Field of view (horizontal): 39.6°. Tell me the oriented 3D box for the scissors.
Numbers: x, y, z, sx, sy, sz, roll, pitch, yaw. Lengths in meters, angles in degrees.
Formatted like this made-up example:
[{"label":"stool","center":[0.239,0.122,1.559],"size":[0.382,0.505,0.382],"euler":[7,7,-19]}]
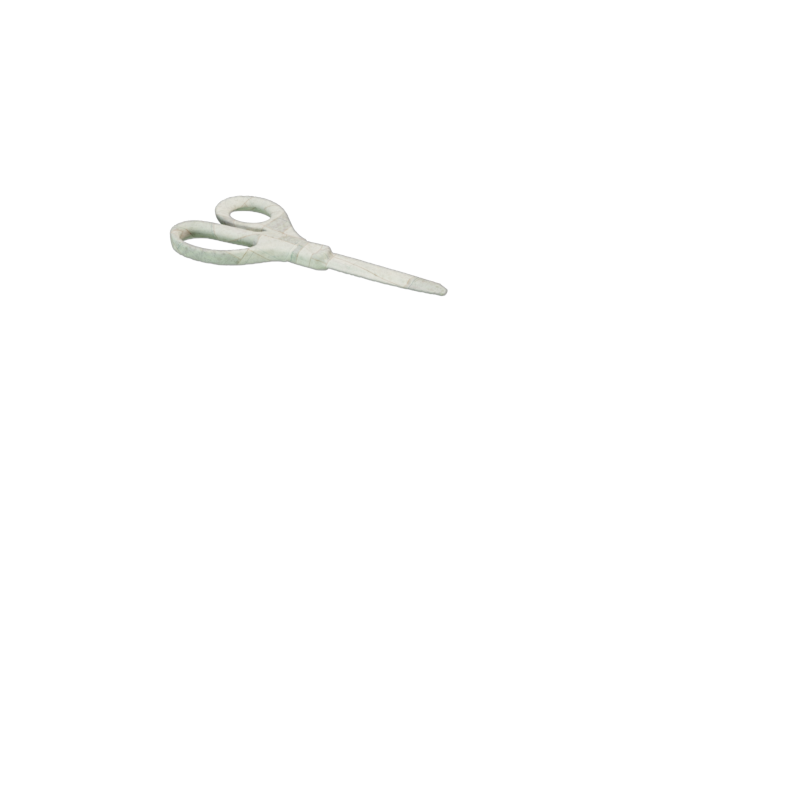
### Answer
[{"label":"scissors","center":[-0.061,-0.112,0.784],"size":[0.205,0.015,0.101],"euler":[8,36,10]}]
